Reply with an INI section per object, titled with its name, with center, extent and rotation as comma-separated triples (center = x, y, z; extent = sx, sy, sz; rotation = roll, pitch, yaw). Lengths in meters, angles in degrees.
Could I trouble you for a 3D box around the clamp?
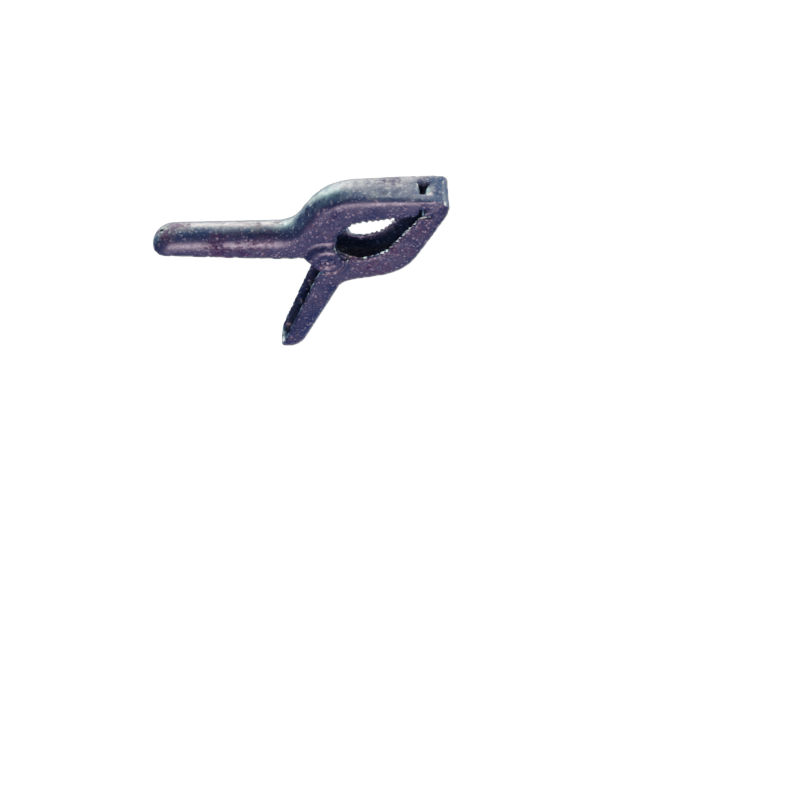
[clamp]
center = -0.063, -0.114, 0.802
extent = 0.210, 0.039, 0.154
rotation = -25, -40, 34
